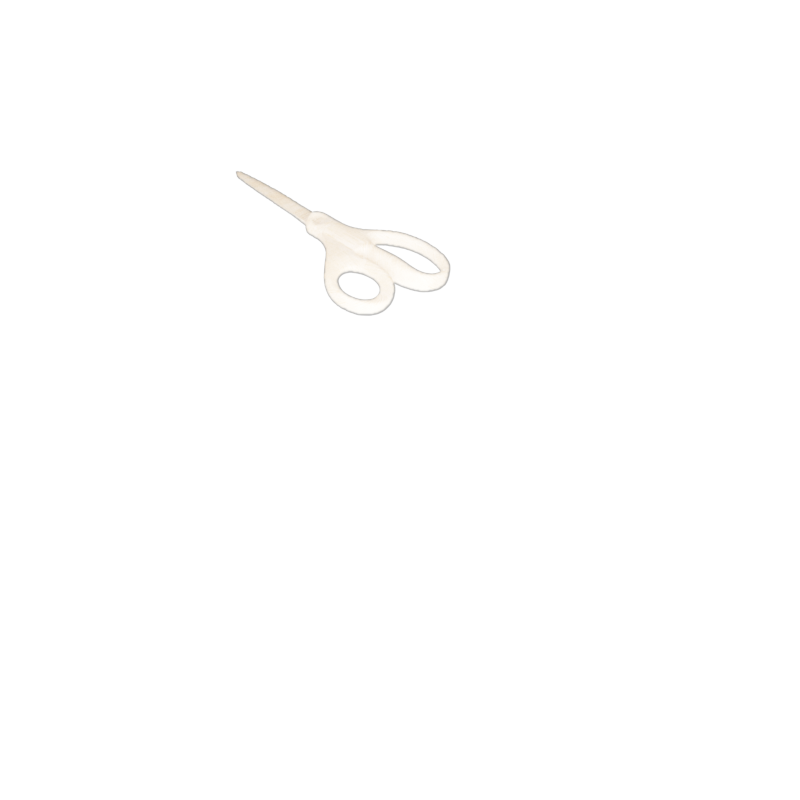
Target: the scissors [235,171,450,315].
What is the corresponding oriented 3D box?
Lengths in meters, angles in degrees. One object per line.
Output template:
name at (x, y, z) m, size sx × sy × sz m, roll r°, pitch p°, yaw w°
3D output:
scissors at (-0.063, -0.114, 0.799) m, size 0.212 × 0.015 × 0.098 m, roll 23°, pitch 46°, yaw 24°
